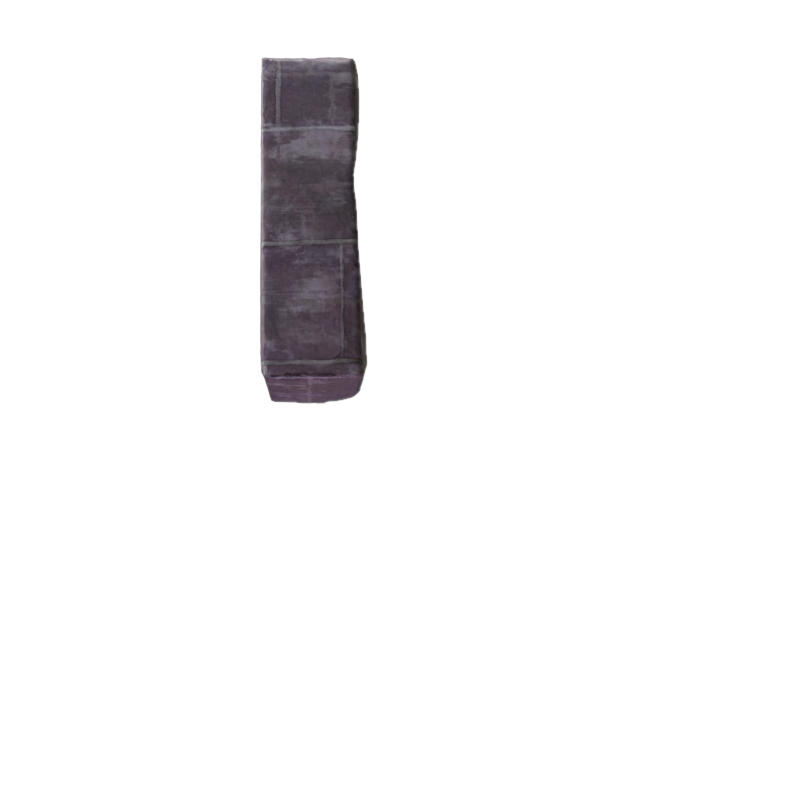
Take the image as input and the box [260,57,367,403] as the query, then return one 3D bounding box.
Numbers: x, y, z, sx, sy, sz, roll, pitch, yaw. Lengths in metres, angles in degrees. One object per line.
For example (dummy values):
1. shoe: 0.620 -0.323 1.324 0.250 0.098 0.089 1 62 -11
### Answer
1. box: -0.061 -0.112 0.782 0.072 0.220 0.160 0 -11 -4
